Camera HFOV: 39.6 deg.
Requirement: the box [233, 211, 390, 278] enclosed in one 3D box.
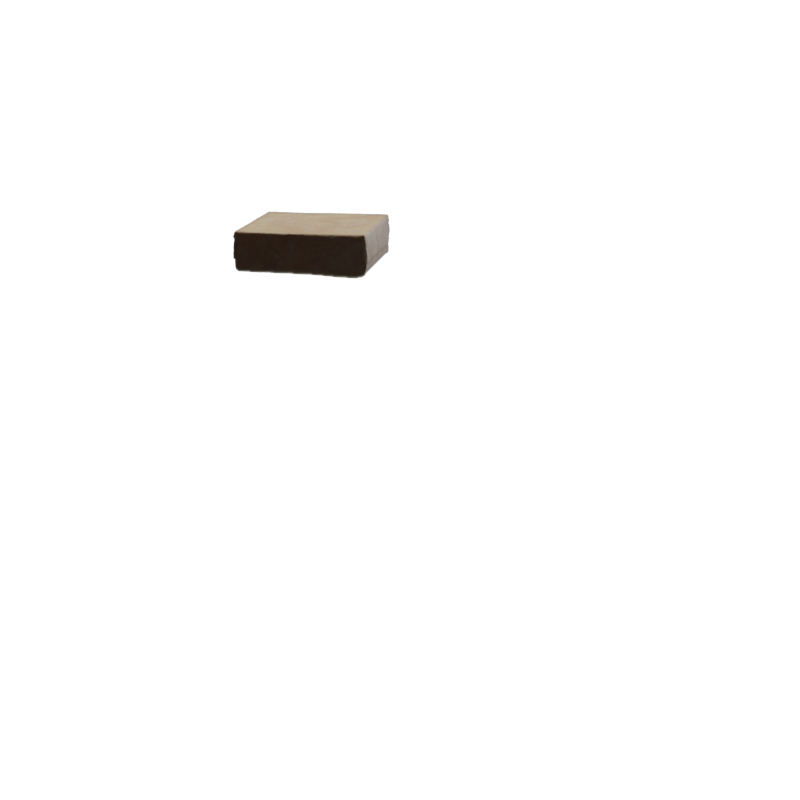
[{"bbox_3d":[-0.073,-0.133,0.931,0.116,0.037,0.092,5,21,13],"label":"box"}]
